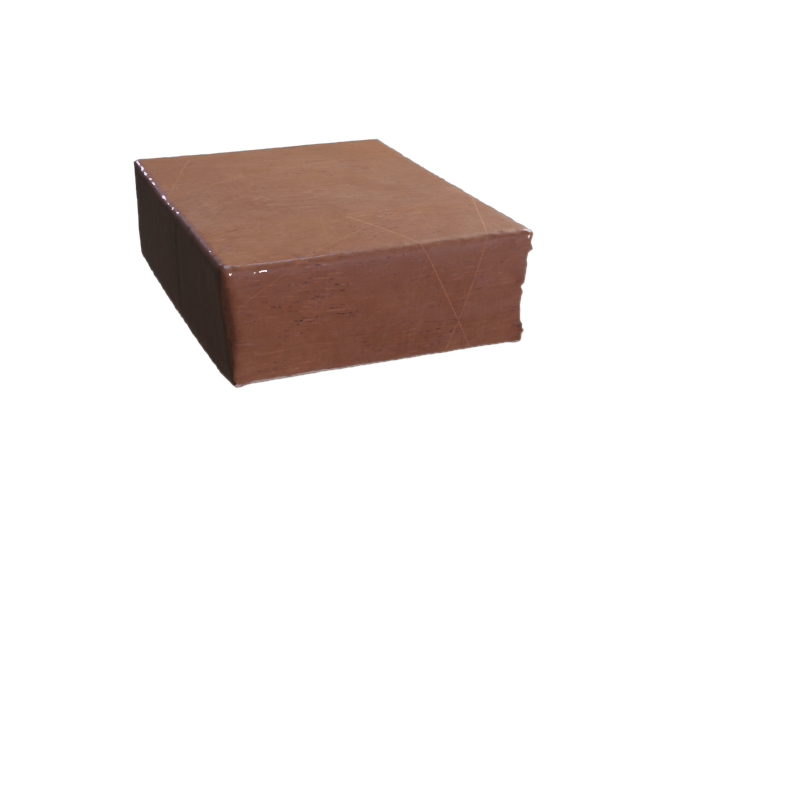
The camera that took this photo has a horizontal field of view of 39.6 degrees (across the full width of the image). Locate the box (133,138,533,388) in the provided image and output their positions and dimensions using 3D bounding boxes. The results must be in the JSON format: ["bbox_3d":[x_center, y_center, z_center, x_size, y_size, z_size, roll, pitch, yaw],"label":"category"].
[{"bbox_3d":[-0.027,-0.049,0.342,0.088,0.037,0.122,-11,30,-20],"label":"box"}]
